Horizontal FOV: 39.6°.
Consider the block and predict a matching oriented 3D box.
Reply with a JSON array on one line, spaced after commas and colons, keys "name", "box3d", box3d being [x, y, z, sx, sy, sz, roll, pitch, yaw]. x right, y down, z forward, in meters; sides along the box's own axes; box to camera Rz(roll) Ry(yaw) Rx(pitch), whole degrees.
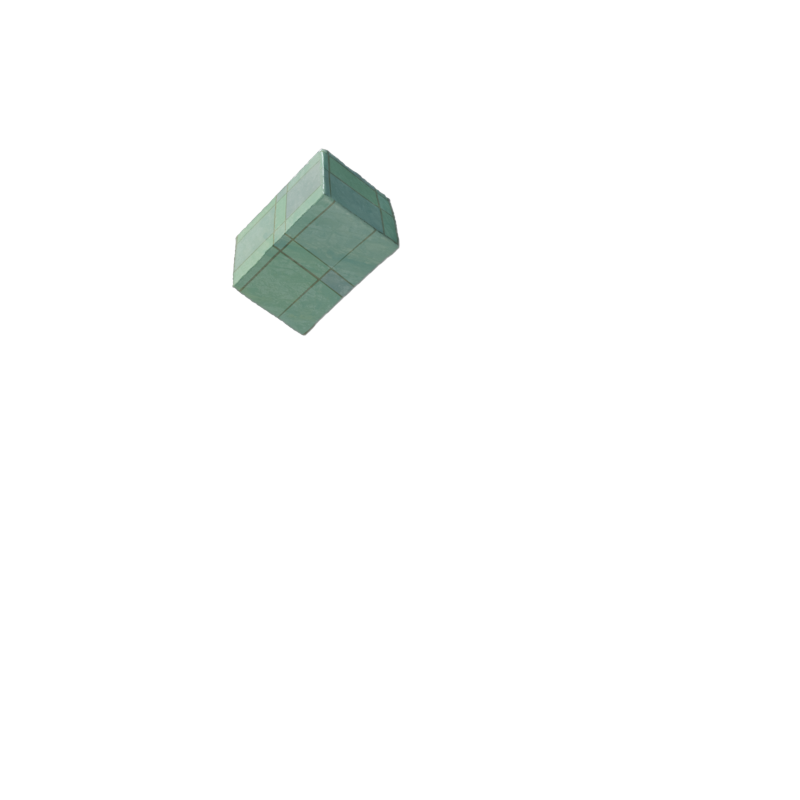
[{"name": "block", "box3d": [-0.047, -0.085, 0.595, 0.050, 0.055, 0.077, 36, -62, -26]}]
